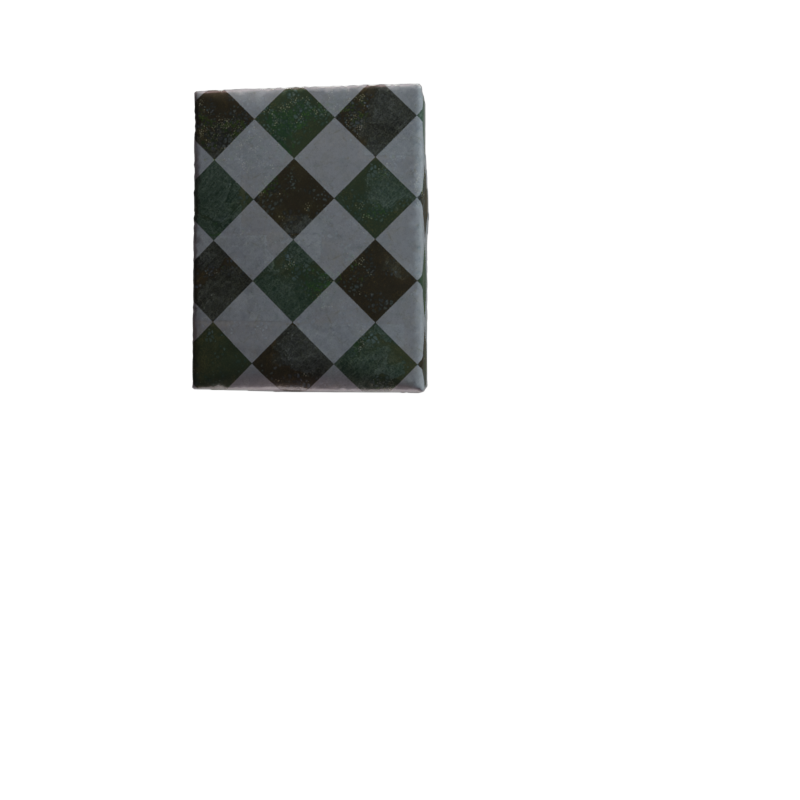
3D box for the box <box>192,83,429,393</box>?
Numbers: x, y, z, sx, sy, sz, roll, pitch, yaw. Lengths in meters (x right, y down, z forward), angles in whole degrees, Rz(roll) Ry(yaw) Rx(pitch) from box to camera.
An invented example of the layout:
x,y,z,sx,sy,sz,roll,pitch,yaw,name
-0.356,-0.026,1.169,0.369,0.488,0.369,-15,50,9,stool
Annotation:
x,y,z,sx,sy,sz,roll,pitch,yaw,name
-0.063,-0.114,0.799,0.166,0.216,0.070,0,-4,7,box
